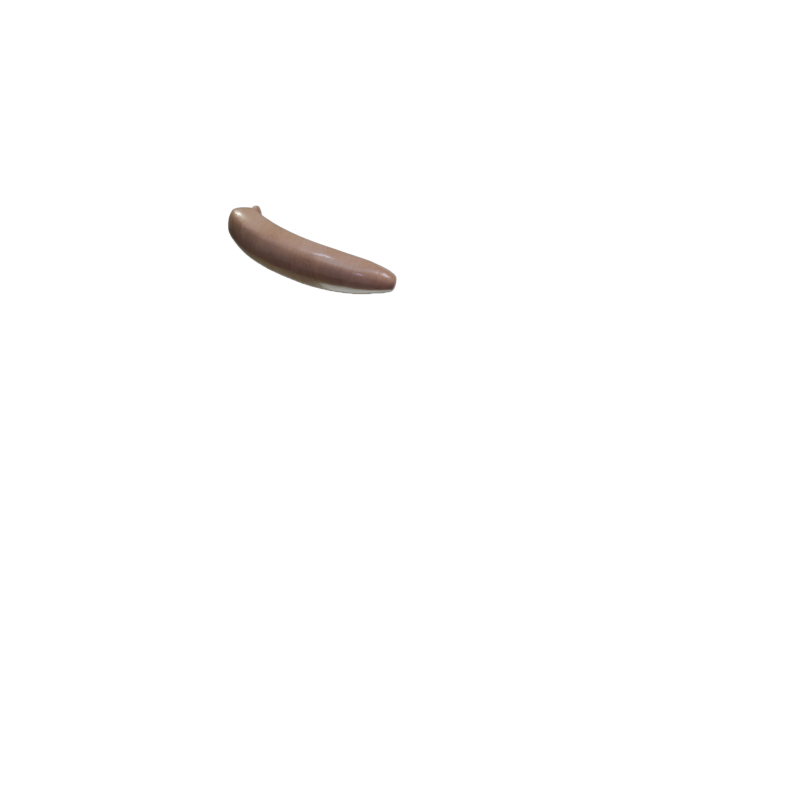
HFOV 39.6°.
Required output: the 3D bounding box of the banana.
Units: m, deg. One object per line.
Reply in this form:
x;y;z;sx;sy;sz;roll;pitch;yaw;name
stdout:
-0.092;-0.134;0.966;0.069;0.034;0.212;-25;42;-33;banana
